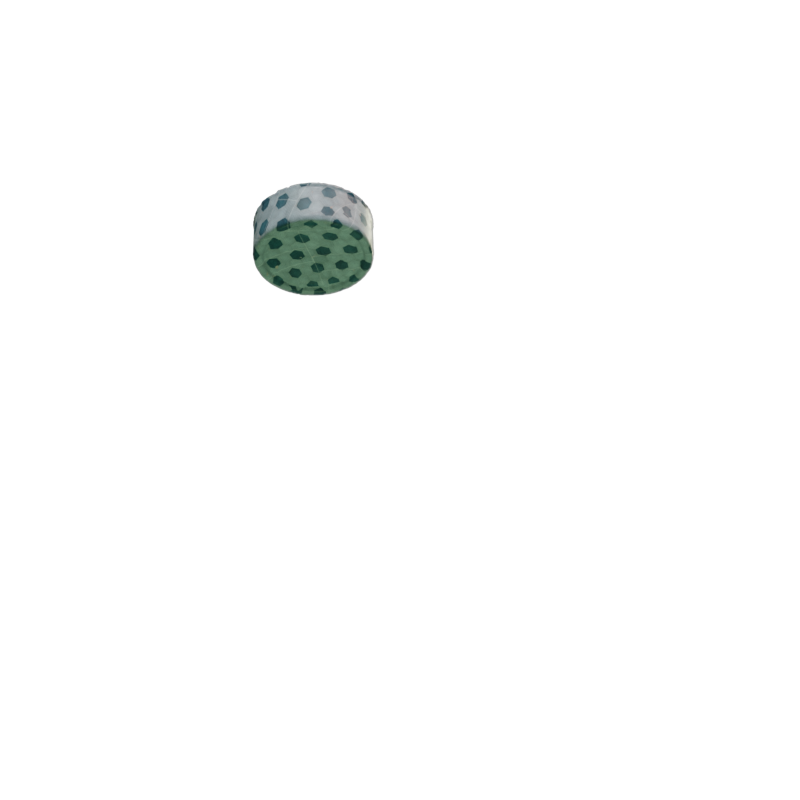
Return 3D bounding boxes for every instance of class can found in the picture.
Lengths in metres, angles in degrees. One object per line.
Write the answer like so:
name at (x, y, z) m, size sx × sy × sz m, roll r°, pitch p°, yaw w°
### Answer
can at (-0.061, -0.111, 0.779) m, size 0.086 × 0.036 × 0.080 m, roll 1°, pitch -36°, yaw -2°
